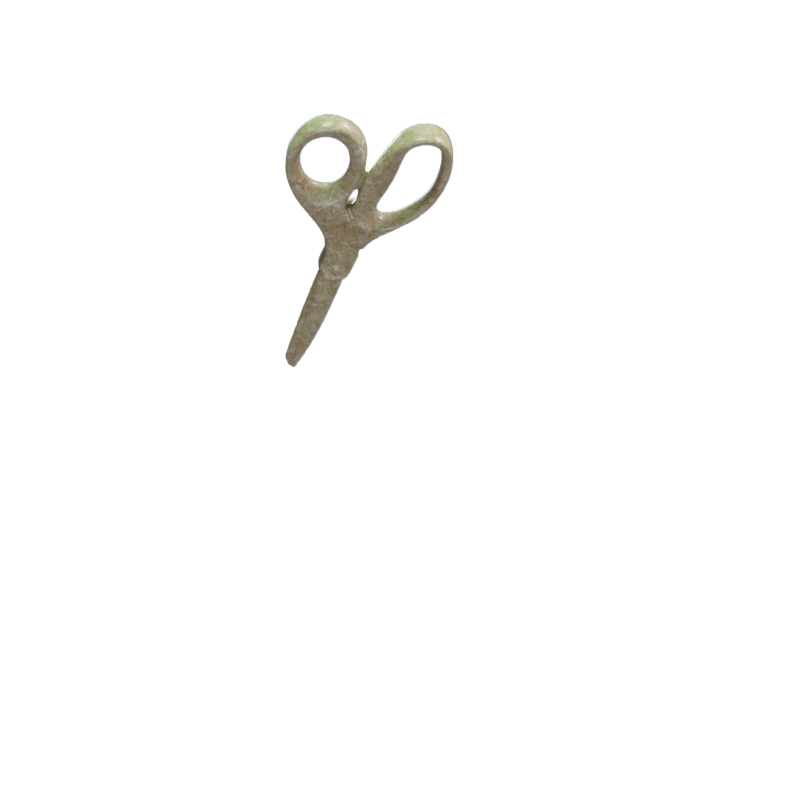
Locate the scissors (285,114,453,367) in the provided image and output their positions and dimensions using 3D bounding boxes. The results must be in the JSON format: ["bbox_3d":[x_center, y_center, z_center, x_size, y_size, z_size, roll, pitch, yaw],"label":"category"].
[{"bbox_3d":[-0.049,-0.089,0.625,0.092,0.017,0.197,25,-47,-26],"label":"scissors"}]
